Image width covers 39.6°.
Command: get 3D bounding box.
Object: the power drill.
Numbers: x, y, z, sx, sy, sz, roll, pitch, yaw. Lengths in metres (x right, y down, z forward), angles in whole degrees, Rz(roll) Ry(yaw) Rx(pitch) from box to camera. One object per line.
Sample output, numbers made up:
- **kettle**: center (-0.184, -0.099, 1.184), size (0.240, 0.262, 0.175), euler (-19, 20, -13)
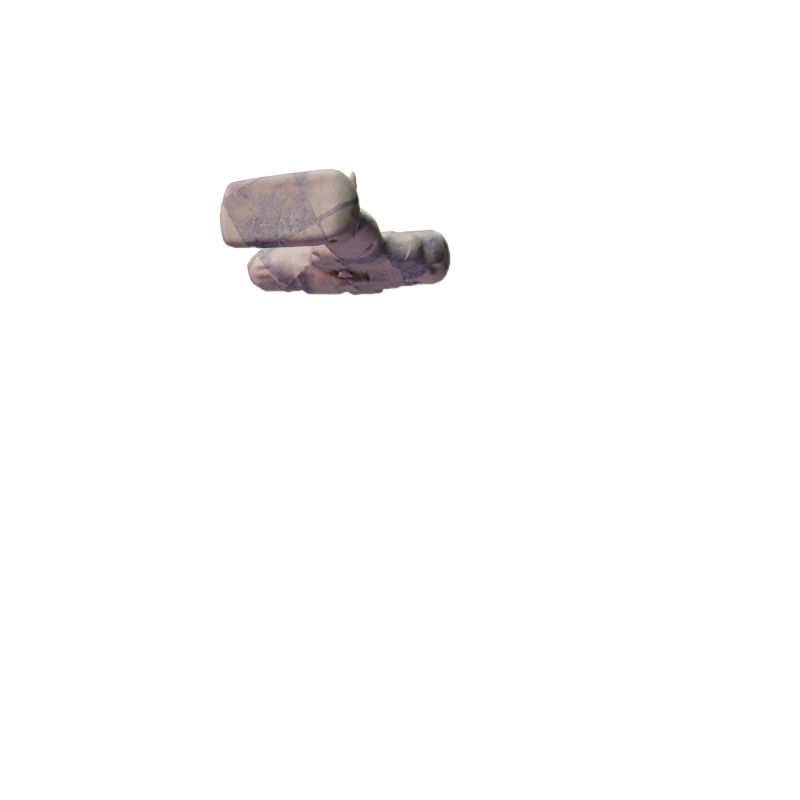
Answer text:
- **power drill**: center (-0.070, -0.128, 0.899), size (0.189, 0.059, 0.178), euler (-3, -9, 21)
